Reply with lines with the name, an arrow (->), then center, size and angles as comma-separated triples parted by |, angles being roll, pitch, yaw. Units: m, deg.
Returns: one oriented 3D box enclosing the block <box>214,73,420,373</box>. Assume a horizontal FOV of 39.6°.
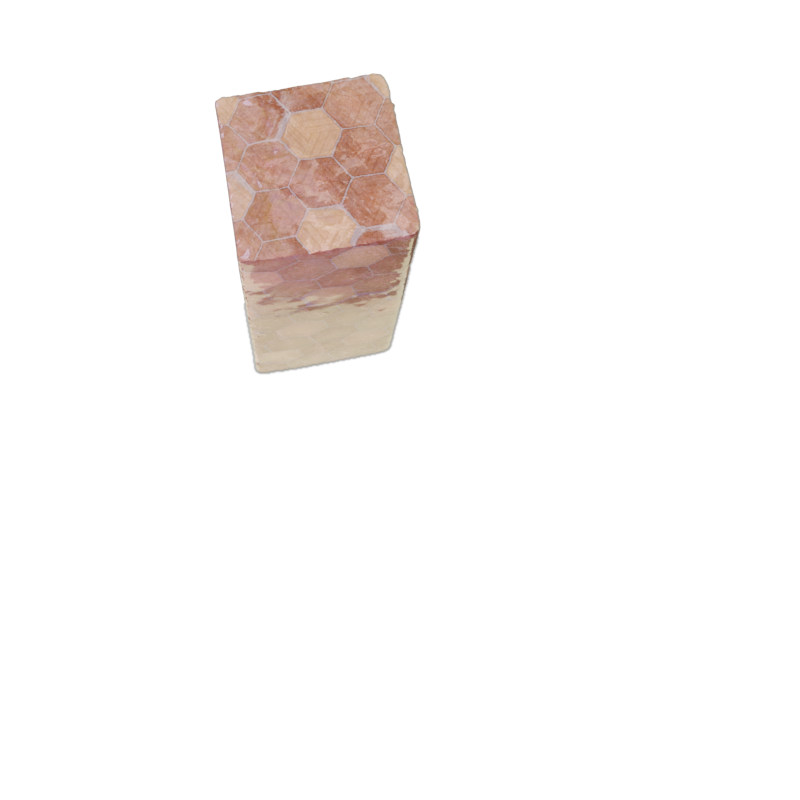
block -> -0.049, -0.090, 0.631 | 0.090, 0.095, 0.198 | -9, -15, -6
